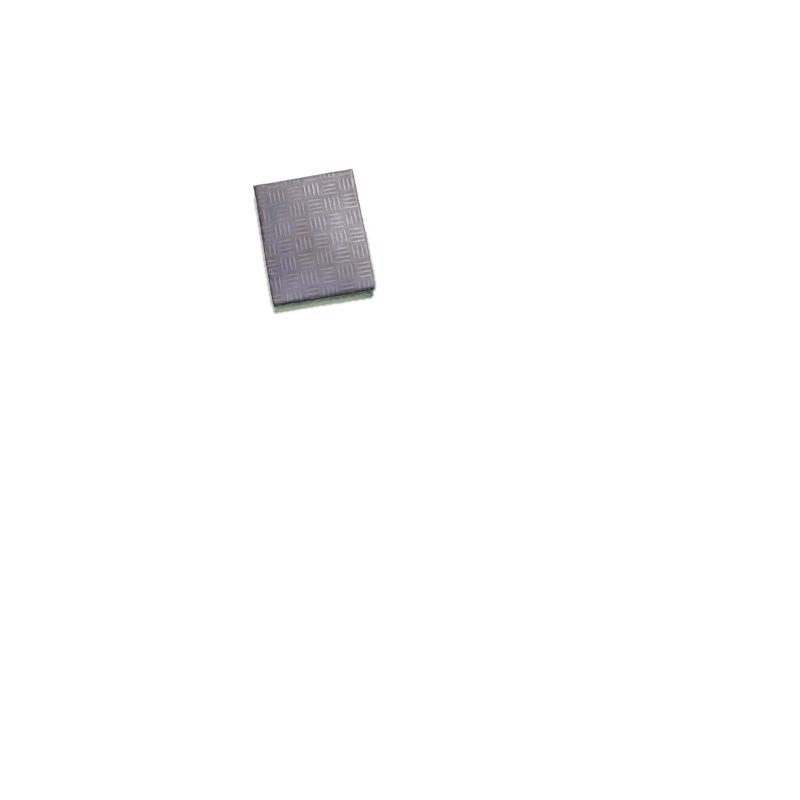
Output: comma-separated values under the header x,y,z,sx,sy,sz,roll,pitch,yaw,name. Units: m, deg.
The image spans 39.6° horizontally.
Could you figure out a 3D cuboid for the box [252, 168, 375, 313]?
x,y,z,sx,sy,sz,roll,pitch,yaw,name
-0.076,-0.138,0.968,0.089,0.118,0.037,-10,-16,-4,box
